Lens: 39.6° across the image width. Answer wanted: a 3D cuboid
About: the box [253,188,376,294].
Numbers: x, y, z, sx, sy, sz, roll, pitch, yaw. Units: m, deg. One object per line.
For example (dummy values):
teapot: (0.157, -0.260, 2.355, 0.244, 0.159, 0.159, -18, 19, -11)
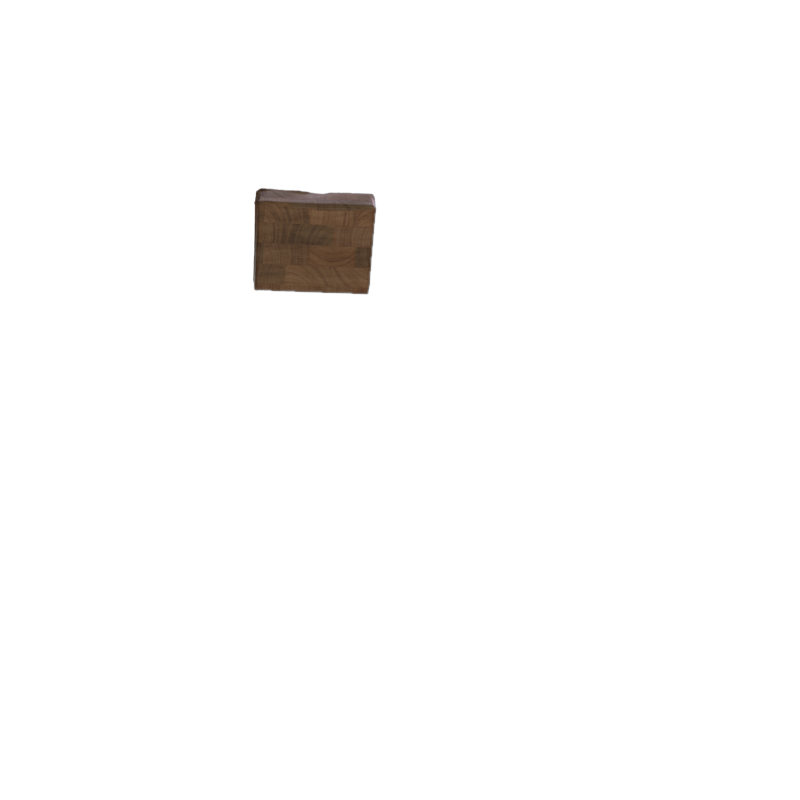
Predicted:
box: (-0.065, -0.118, 0.829, 0.089, 0.069, 0.032, 3, 28, -2)
